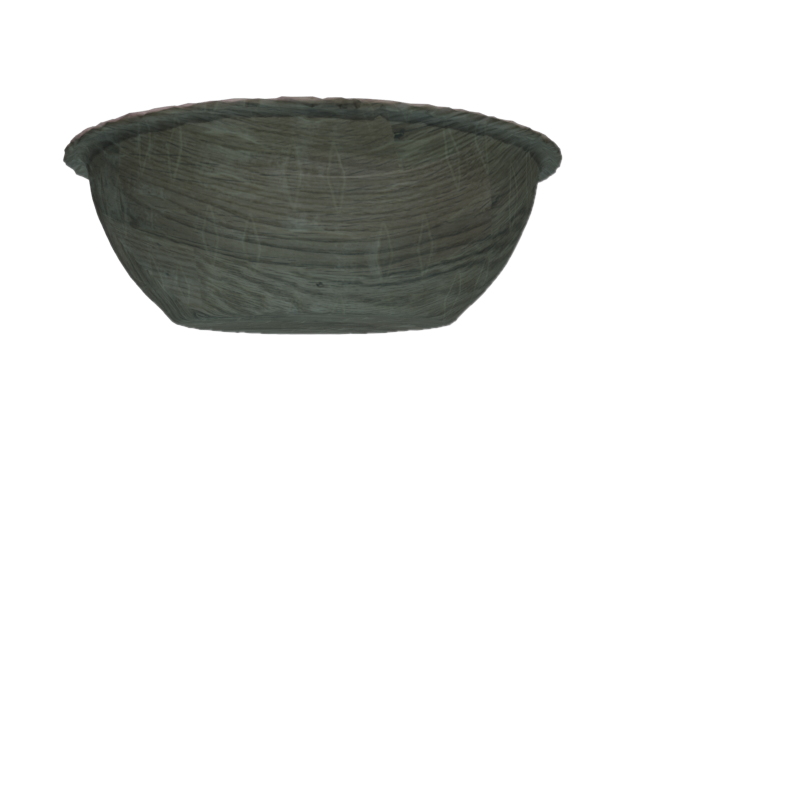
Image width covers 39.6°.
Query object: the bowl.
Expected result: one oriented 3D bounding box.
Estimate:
[{"bbox_3d":[-0.028,-0.052,0.363,0.162,0.056,0.160,0,-2,-2],"label":"bowl"}]
